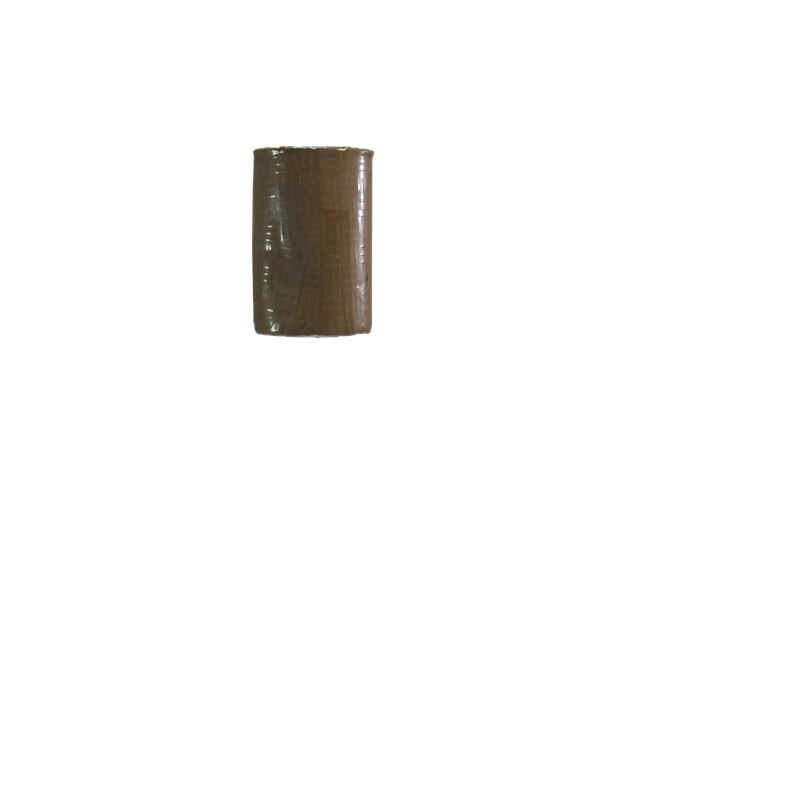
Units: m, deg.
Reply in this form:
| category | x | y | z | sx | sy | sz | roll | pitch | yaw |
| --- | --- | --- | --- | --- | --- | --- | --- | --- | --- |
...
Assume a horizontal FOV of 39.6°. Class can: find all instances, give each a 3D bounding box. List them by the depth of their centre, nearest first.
| category | x | y | z | sx | sy | sz | roll | pitch | yaw |
| --- | --- | --- | --- | --- | --- | --- | --- | --- | --- |
| can | -0.048 | -0.088 | 0.618 | 0.068 | 0.102 | 0.069 | 0 | 2 | -2 |
